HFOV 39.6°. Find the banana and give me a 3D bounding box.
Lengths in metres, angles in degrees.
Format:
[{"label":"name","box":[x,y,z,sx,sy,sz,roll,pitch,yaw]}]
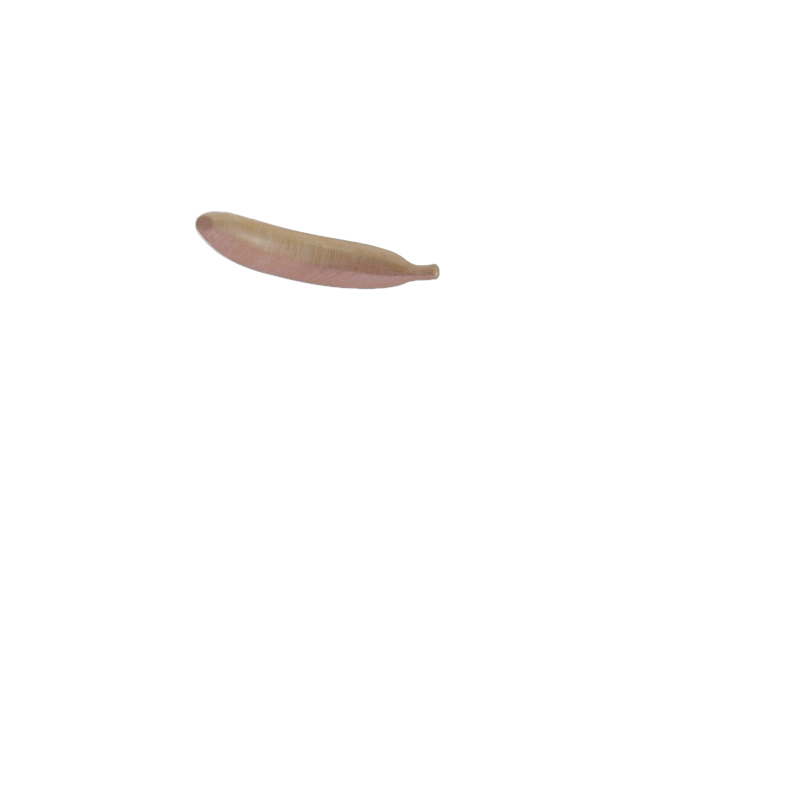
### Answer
[{"label":"banana","box":[-0.070,-0.113,0.842,0.190,0.038,0.069,7,-18,-25]}]
